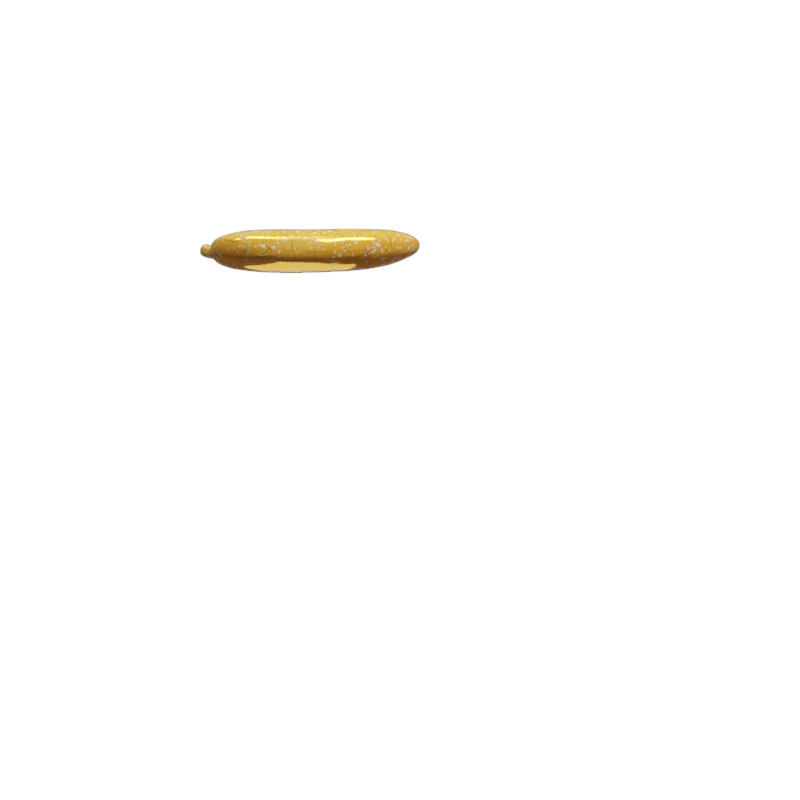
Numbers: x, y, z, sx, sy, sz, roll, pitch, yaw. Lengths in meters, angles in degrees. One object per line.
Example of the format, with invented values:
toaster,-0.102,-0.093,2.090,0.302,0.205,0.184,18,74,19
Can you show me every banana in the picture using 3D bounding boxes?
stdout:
banana,-0.080,-0.134,0.970,0.198,0.035,0.072,0,21,1
